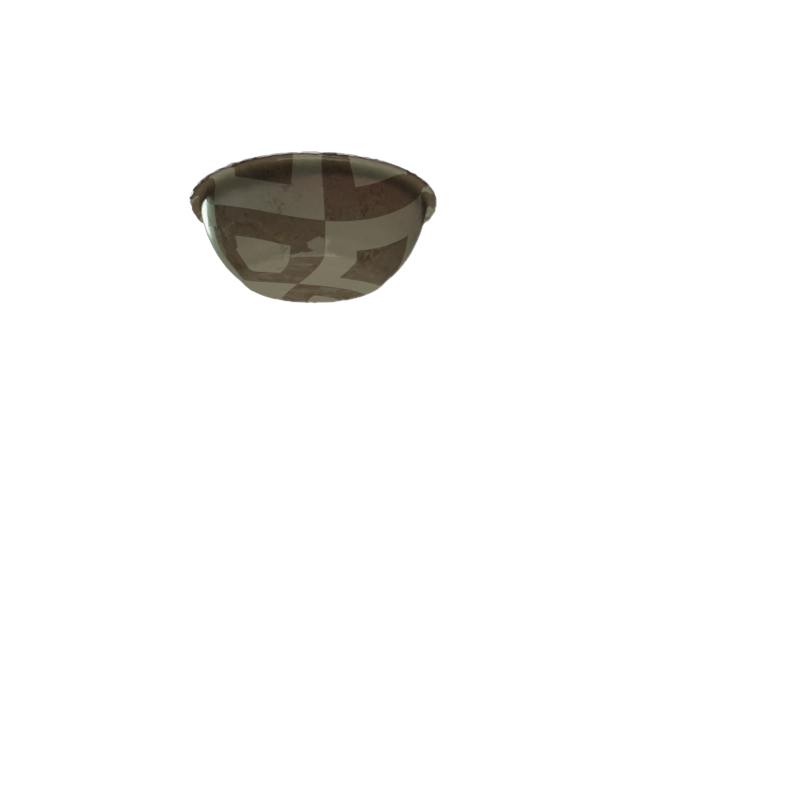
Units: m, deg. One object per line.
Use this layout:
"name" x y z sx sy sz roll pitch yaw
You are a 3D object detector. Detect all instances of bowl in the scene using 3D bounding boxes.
"bowl" -0.056 -0.102 0.717 0.162 0.057 0.156 0 -15 -2
